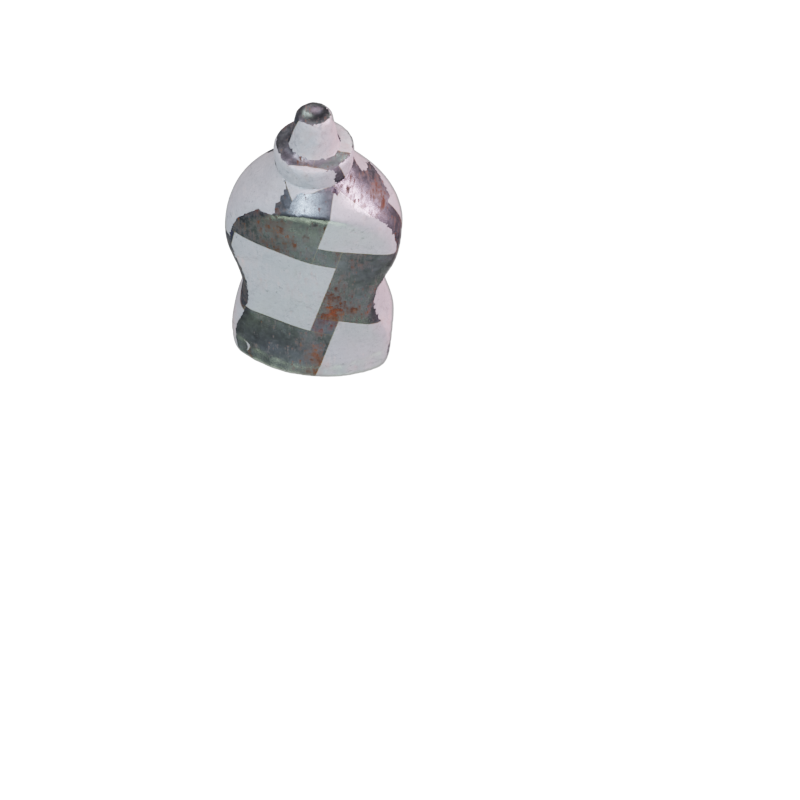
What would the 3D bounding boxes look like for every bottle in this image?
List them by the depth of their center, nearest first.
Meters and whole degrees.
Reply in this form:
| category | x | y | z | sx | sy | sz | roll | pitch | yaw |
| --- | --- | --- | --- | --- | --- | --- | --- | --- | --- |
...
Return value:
| category | x | y | z | sx | sy | sz | roll | pitch | yaw |
| --- | --- | --- | --- | --- | --- | --- | --- | --- | --- |
| bottle | -0.048 | -0.088 | 0.616 | 0.097 | 0.062 | 0.179 | 9 | -35 | 3 |
